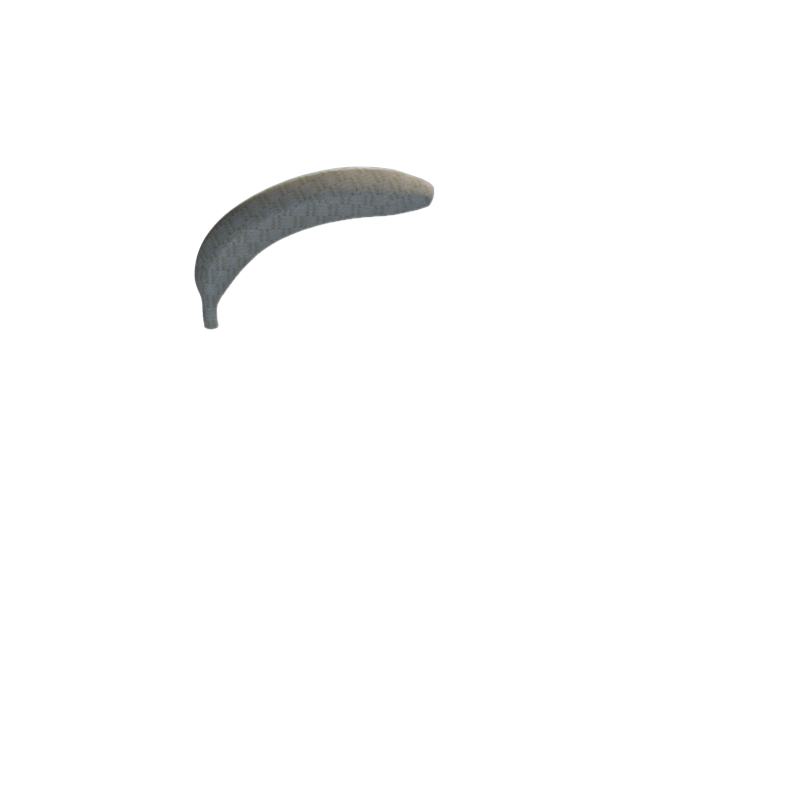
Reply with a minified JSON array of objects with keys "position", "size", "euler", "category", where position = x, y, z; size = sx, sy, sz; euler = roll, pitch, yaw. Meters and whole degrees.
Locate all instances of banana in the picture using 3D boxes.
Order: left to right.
[{"position":[-0.075,-0.124,0.789],"size":[0.198,0.065,0.039],"euler":[-27,30,16],"category":"banana"}]
